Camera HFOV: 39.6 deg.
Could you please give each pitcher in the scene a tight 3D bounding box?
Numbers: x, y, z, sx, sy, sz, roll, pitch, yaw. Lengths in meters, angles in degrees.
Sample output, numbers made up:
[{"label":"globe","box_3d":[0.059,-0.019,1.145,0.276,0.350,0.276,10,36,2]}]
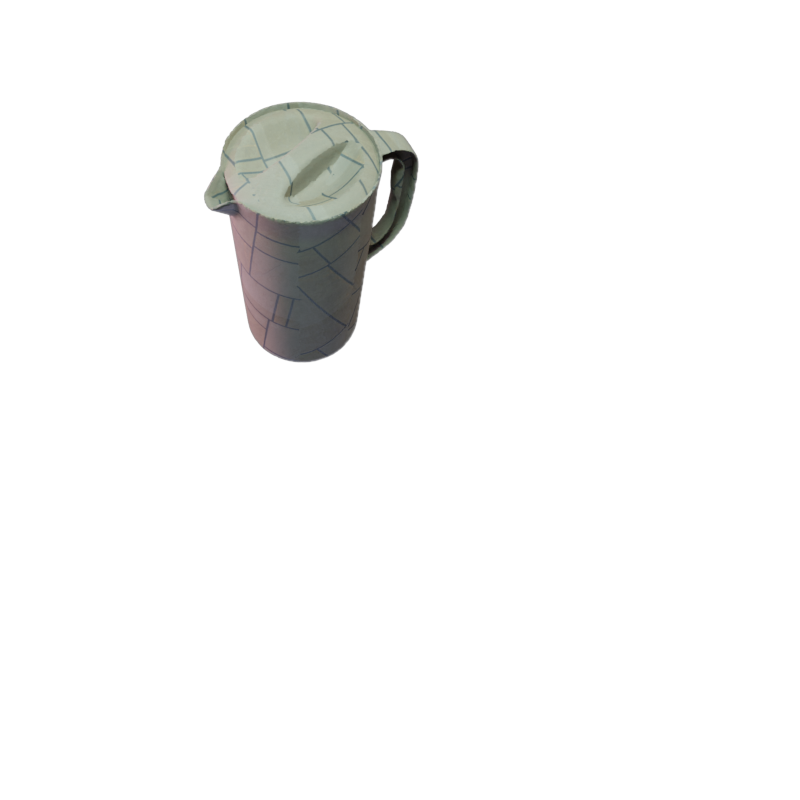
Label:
[{"label":"pitcher","box_3d":[-0.078,-0.142,0.996,0.152,0.151,0.227,19,-32,9]}]
